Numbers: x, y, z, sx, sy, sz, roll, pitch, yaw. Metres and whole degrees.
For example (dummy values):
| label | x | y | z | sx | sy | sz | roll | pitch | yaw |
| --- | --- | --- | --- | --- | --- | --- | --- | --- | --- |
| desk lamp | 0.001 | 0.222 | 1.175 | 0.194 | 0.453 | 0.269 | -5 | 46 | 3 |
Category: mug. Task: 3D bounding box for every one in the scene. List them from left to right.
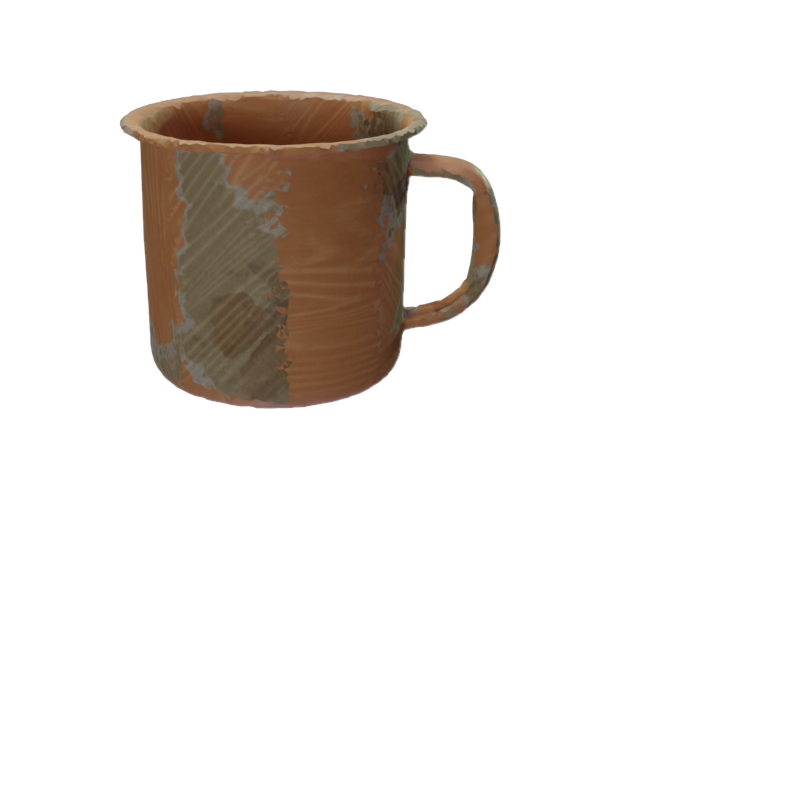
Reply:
| label | x | y | z | sx | sy | sz | roll | pitch | yaw |
| --- | --- | --- | --- | --- | --- | --- | --- | --- | --- |
| mug | -0.027 | -0.050 | 0.350 | 0.117 | 0.078 | 0.098 | 0 | 22 | -2 |
